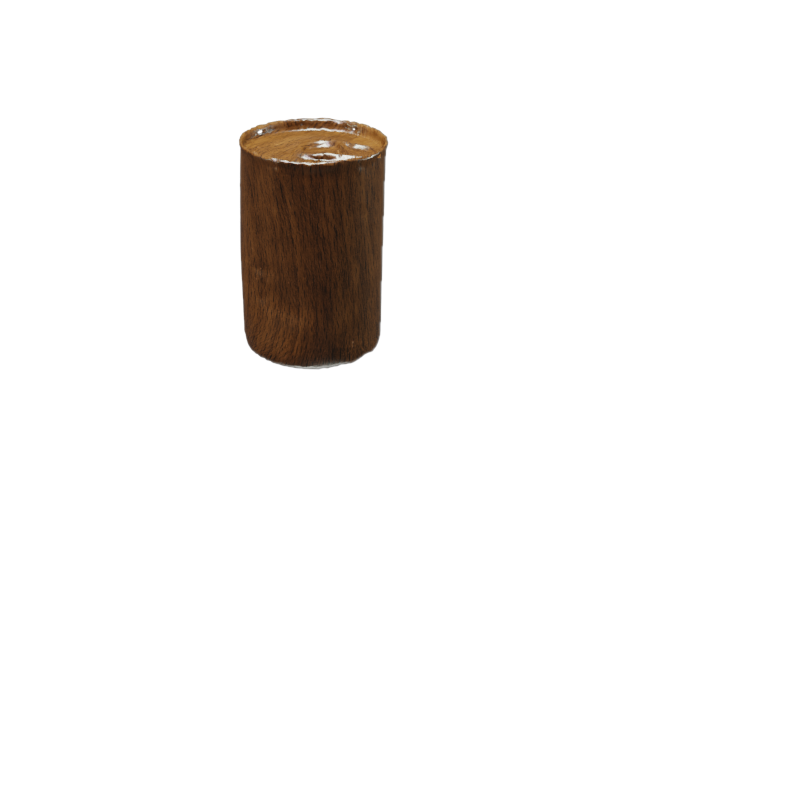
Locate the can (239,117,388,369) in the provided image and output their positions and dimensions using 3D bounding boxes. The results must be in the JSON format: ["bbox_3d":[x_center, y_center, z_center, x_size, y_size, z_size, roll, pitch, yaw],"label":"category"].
[{"bbox_3d":[-0.041,-0.075,0.523,0.068,0.097,0.072,0,25,-2],"label":"can"}]
